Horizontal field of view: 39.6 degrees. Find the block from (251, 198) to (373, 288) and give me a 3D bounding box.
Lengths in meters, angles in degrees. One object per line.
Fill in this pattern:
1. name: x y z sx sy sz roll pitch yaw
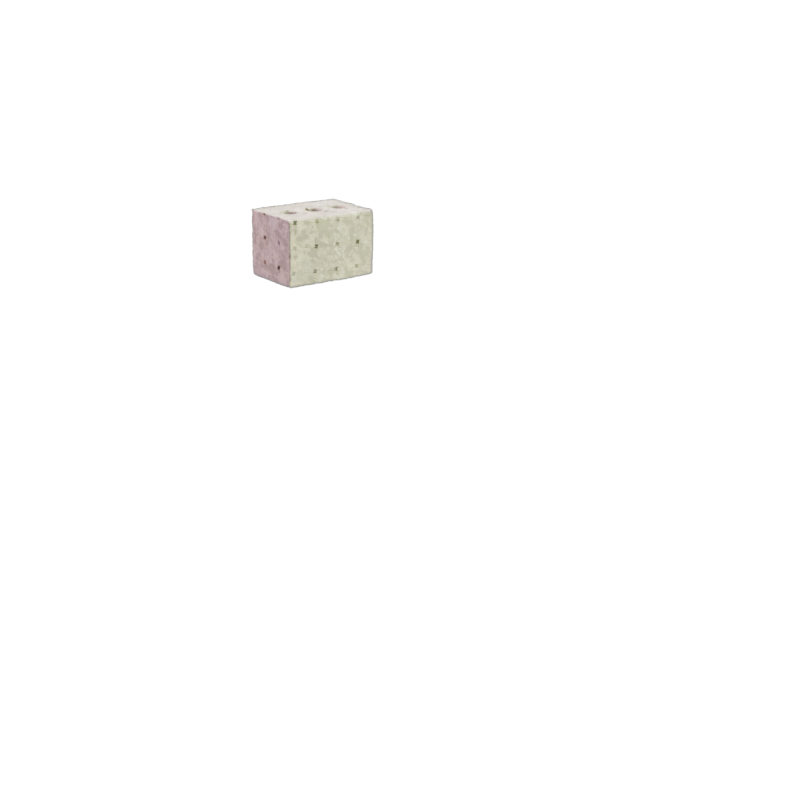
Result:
1. block: -0.065 -0.119 0.830 0.076 0.049 0.056 -13 21 -35
